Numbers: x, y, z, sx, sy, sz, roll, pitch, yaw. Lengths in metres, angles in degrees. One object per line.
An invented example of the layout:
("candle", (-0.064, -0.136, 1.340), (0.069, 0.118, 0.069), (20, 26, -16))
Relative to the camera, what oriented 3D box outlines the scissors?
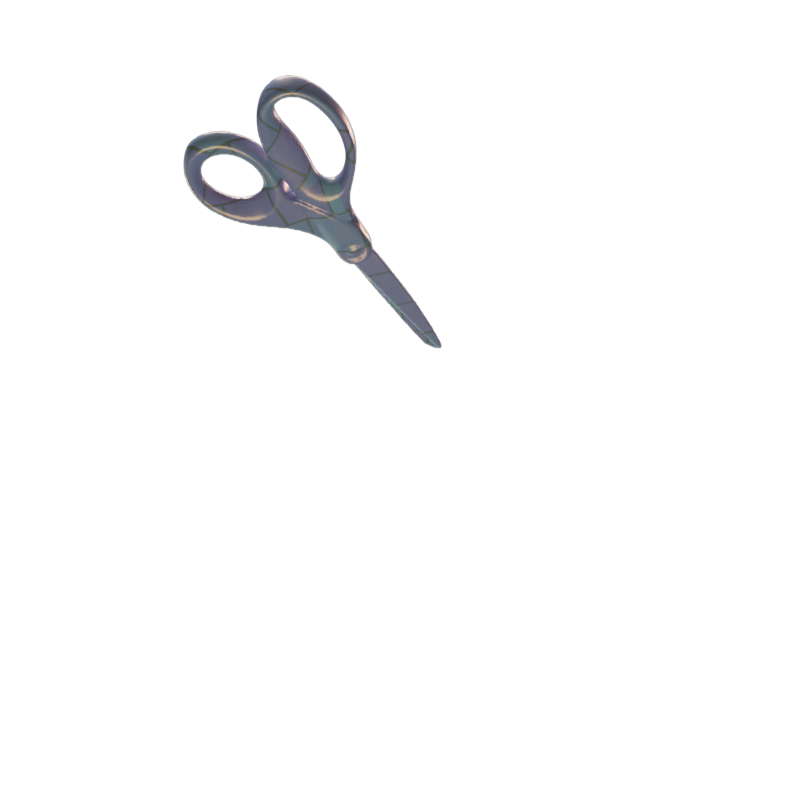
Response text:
("scissors", (-0.046, -0.084, 0.587), (0.097, 0.017, 0.186), (-11, -45, 11))
